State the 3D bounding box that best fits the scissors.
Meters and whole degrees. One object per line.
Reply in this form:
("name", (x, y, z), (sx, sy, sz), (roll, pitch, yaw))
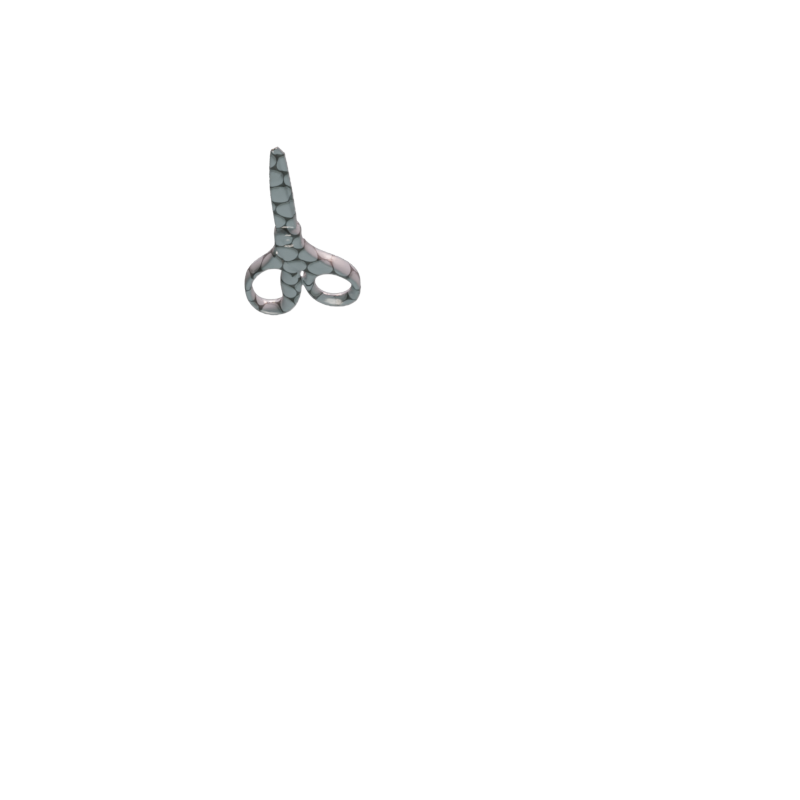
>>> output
("scissors", (-0.061, -0.111, 0.780), (0.094, 0.017, 0.193), (7, -27, -14))
